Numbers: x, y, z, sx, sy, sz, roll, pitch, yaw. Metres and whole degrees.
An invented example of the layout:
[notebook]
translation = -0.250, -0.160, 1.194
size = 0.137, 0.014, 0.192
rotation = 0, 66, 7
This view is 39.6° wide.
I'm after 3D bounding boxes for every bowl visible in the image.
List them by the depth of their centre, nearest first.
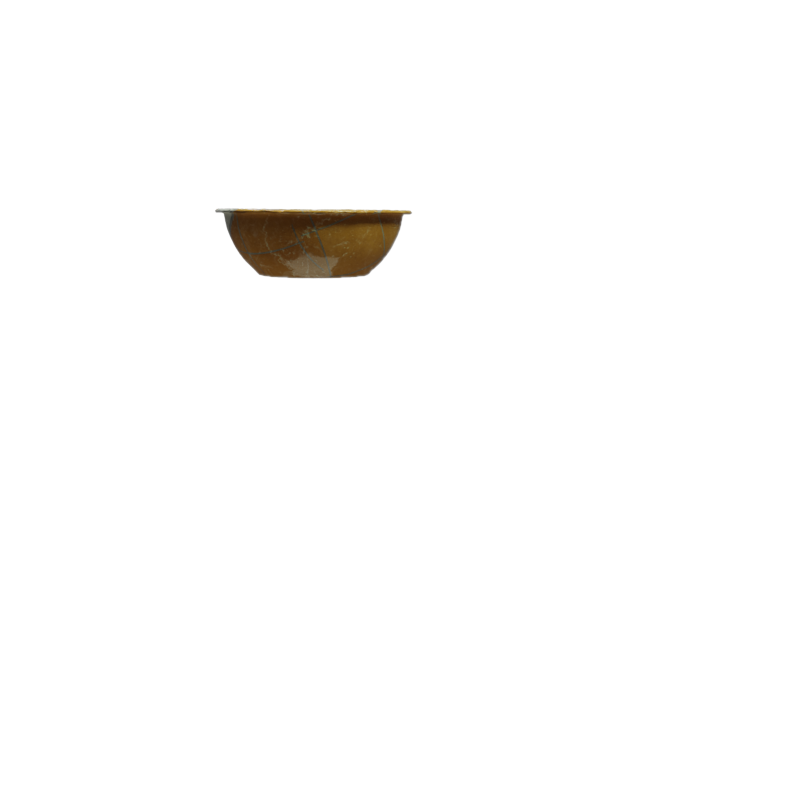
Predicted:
[bowl]
translation = -0.072, -0.131, 0.915
size = 0.162, 0.054, 0.165
rotation = 0, 9, -2
